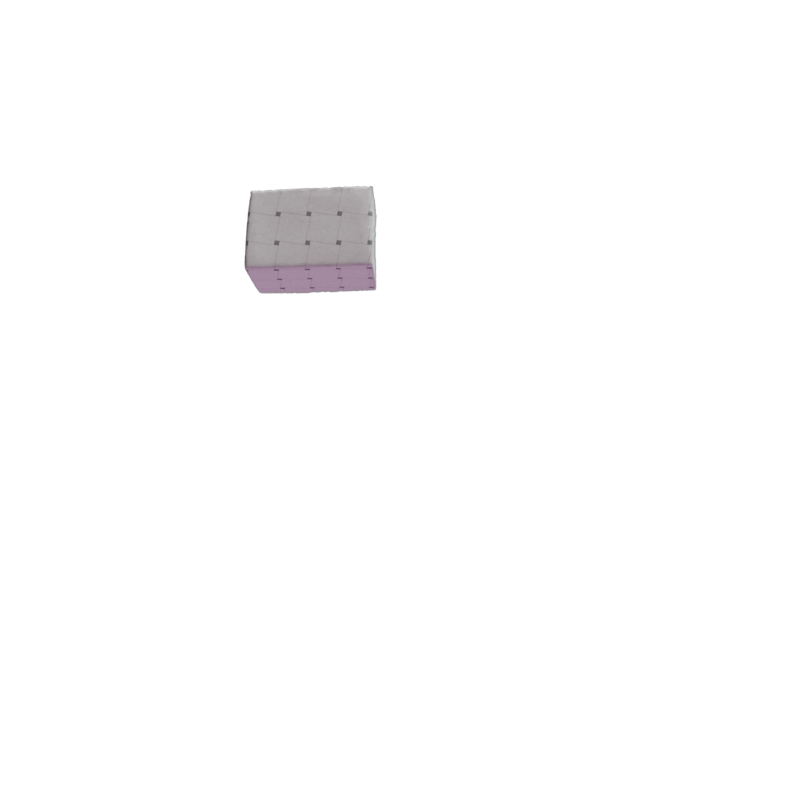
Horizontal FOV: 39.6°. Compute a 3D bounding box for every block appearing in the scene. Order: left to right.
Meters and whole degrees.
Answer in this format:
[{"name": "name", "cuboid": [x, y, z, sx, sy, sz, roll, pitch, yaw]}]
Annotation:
[{"name": "block", "cuboid": [-0.054, -0.098, 0.689, 0.078, 0.053, 0.050, -1, -16, 4]}]
